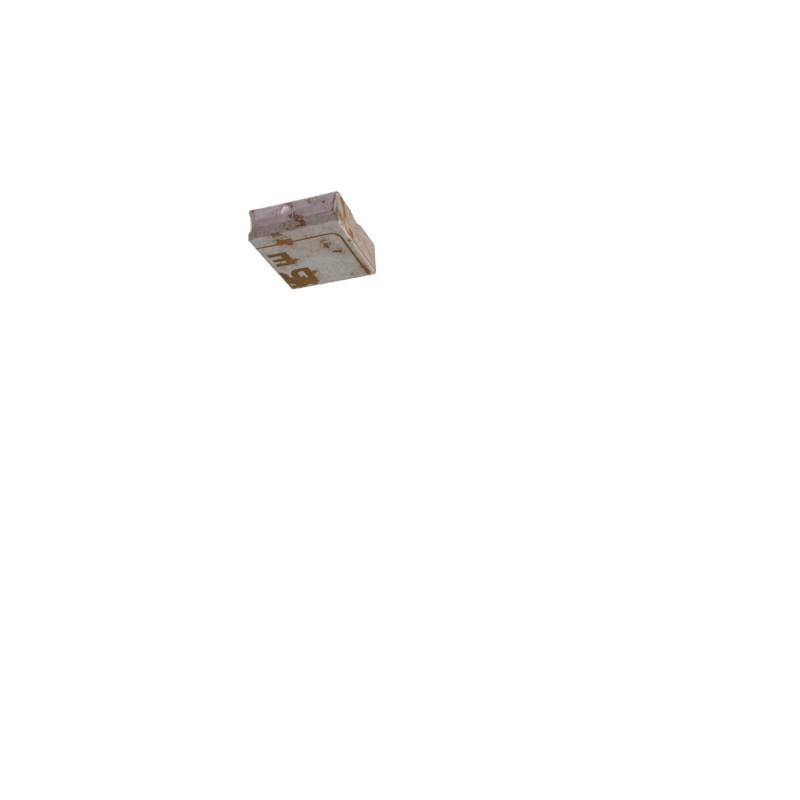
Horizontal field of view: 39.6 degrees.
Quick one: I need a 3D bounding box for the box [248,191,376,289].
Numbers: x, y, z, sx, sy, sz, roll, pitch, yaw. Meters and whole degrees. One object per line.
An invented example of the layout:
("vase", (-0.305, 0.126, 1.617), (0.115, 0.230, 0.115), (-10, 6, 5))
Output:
("box", (-0.067, -0.123, 0.858), (0.074, 0.032, 0.083), (-9, -27, 18))
